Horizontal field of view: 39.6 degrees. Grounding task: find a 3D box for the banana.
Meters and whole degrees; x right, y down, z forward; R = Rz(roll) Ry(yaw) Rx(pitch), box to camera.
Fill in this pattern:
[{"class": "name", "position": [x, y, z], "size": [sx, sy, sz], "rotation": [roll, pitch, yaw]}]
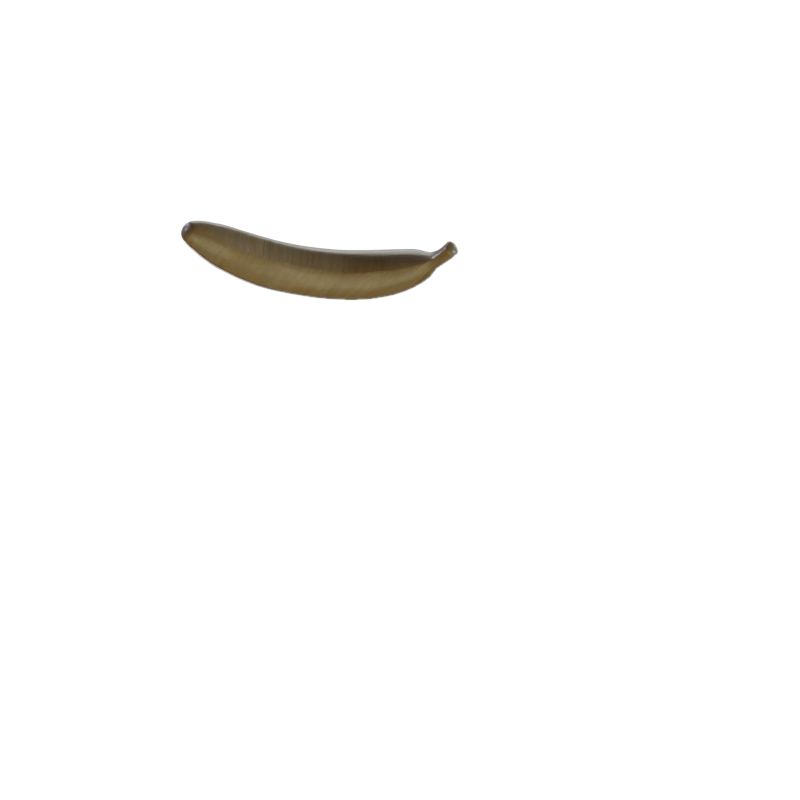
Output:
[{"class": "banana", "position": [-0.061, -0.103, 0.817], "size": [0.197, 0.039, 0.065], "rotation": [3, -41, -3]}]
